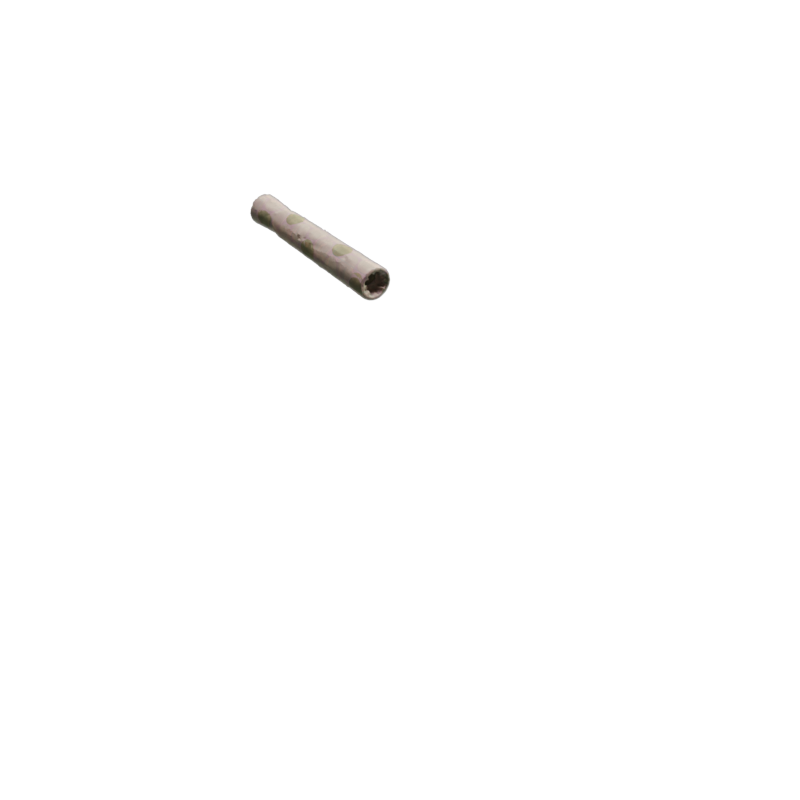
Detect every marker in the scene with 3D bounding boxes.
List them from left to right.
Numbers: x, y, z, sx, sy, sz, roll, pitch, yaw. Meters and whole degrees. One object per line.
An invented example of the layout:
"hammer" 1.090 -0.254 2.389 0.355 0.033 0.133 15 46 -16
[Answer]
"marker" -0.048 -0.087 0.609 0.019 0.019 0.130 -3 27 -36
